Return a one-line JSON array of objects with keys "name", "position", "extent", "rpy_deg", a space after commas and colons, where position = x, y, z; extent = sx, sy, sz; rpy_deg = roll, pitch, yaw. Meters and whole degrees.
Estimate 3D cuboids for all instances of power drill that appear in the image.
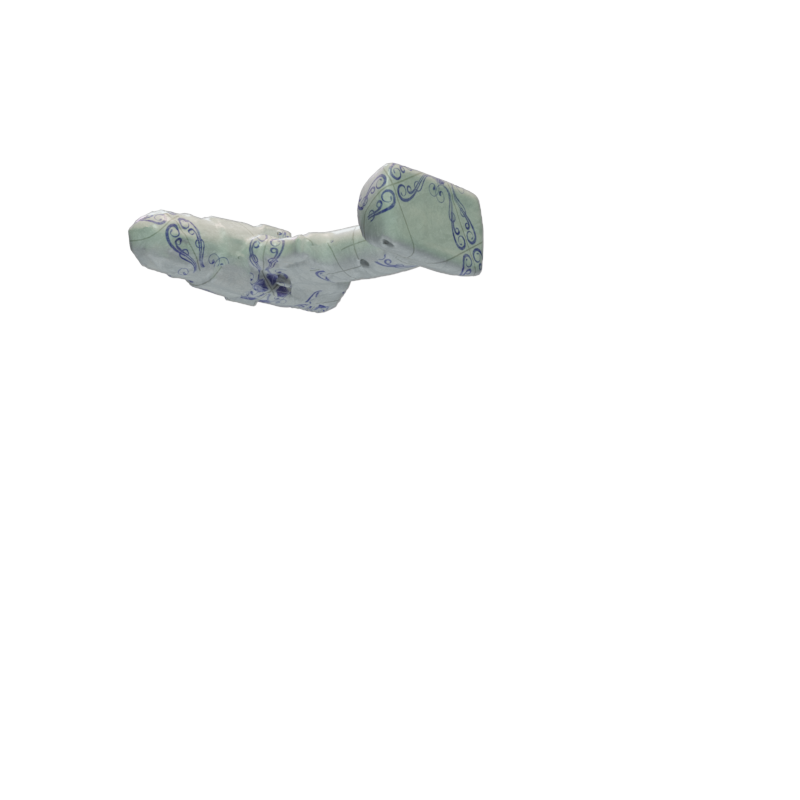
[{"name": "power drill", "position": [-0.056, -0.103, 0.719], "extent": [0.193, 0.059, 0.175], "rpy_deg": [-6, -9, 41]}]
